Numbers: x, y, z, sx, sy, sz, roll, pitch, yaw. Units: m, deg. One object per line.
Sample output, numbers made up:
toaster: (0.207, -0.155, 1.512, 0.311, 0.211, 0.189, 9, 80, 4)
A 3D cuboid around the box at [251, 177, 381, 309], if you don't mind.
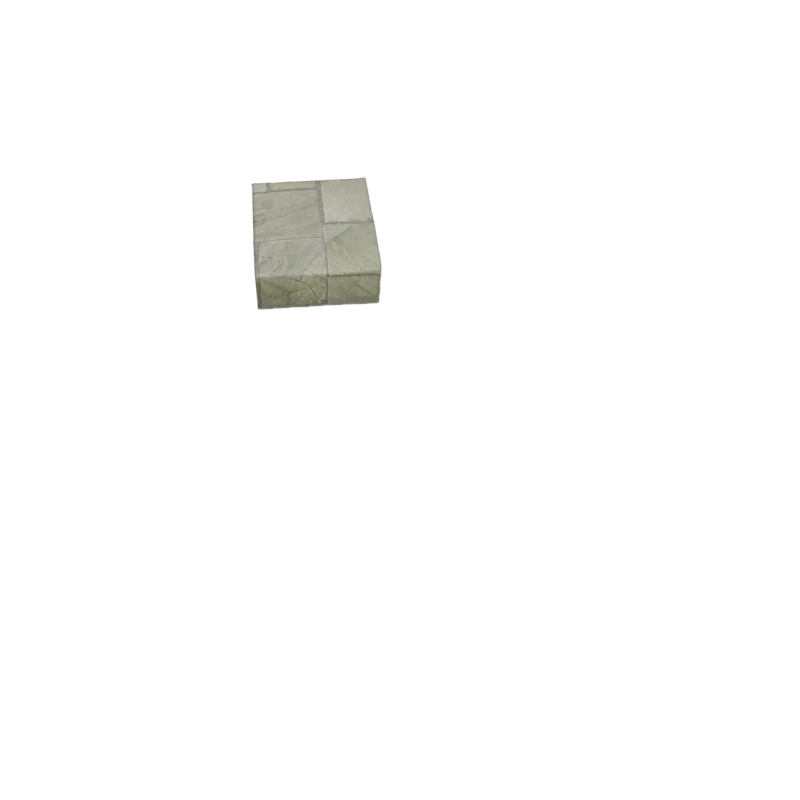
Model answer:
box: (-0.064, -0.118, 0.825, 0.089, 0.036, 0.122, -4, 42, -5)
